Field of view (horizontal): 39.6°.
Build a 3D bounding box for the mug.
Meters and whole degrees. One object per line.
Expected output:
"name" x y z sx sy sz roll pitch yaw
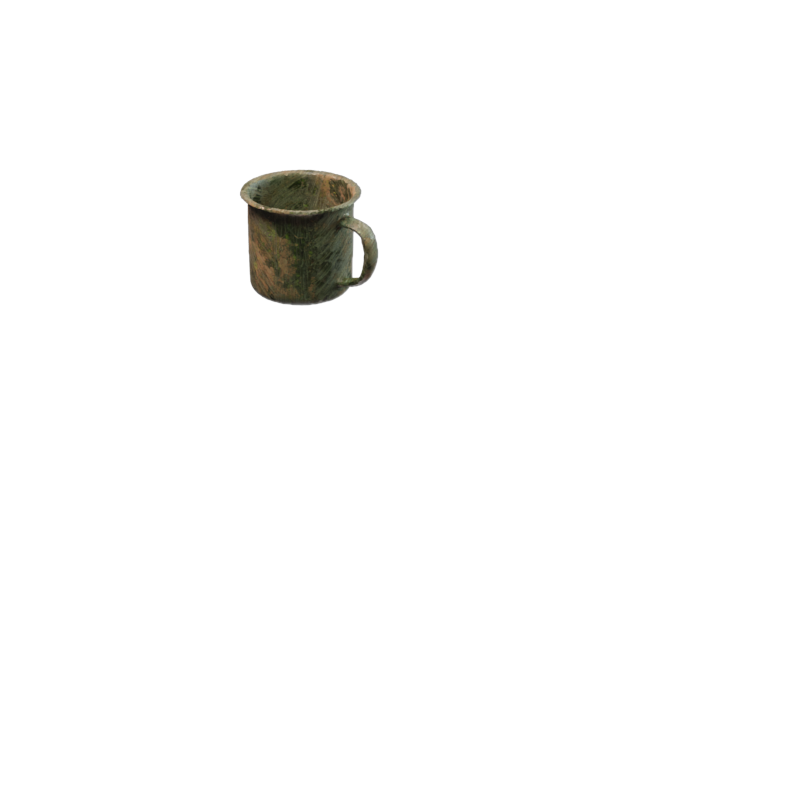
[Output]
"mug" -0.067 -0.123 0.859 0.123 0.077 0.094 18 32 29
